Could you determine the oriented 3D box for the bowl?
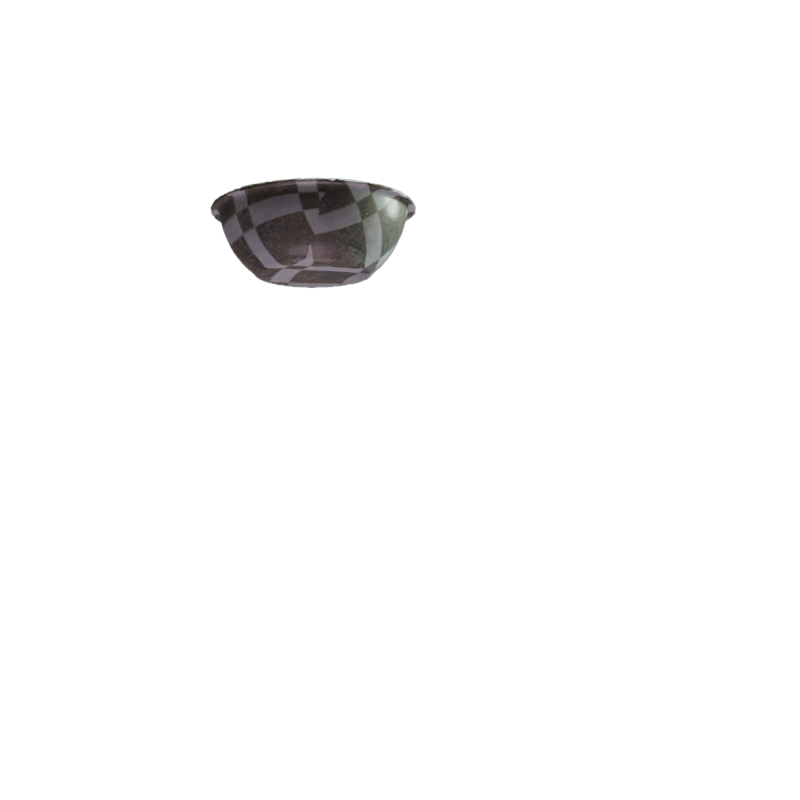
[{"bbox_3d":[-0.068,-0.124,0.868,0.162,0.057,0.158,0,-8,-2],"label":"bowl"}]
